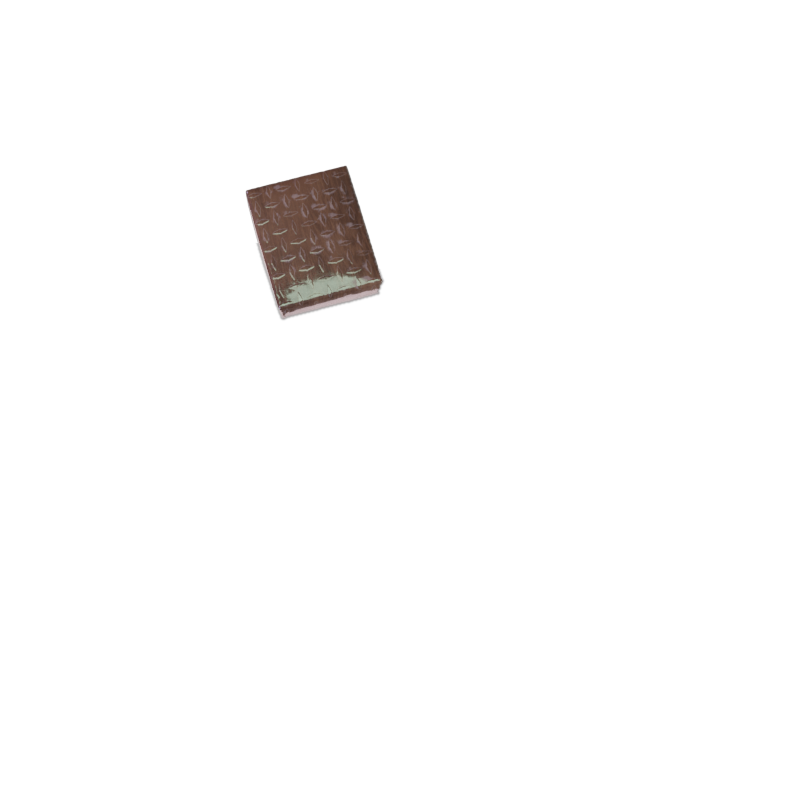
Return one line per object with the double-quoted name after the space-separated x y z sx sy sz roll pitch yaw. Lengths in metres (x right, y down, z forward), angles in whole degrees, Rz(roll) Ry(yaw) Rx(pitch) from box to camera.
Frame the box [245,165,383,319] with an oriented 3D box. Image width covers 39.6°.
-0.073 -0.133 0.933 0.089 0.119 0.037 -15 -17 -6 "box"
